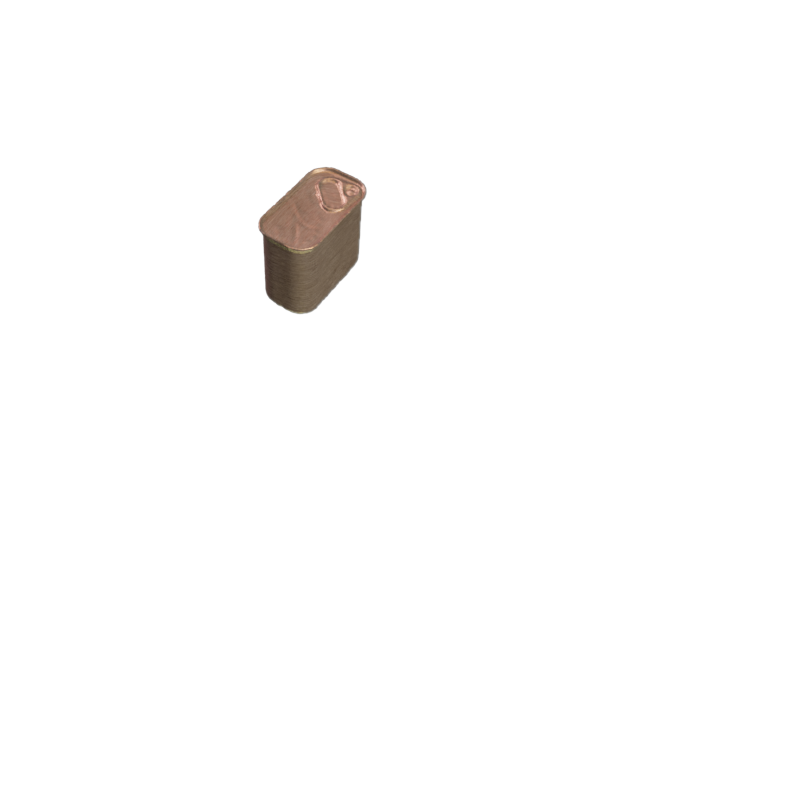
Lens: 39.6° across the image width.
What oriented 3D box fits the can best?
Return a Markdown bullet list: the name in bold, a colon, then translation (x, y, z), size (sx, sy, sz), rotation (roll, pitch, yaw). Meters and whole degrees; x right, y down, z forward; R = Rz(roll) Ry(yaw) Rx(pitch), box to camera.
- **can**: translation (-0.074, -0.136, 0.952), size (0.060, 0.078, 0.104), rotation (26, 53, 19)
